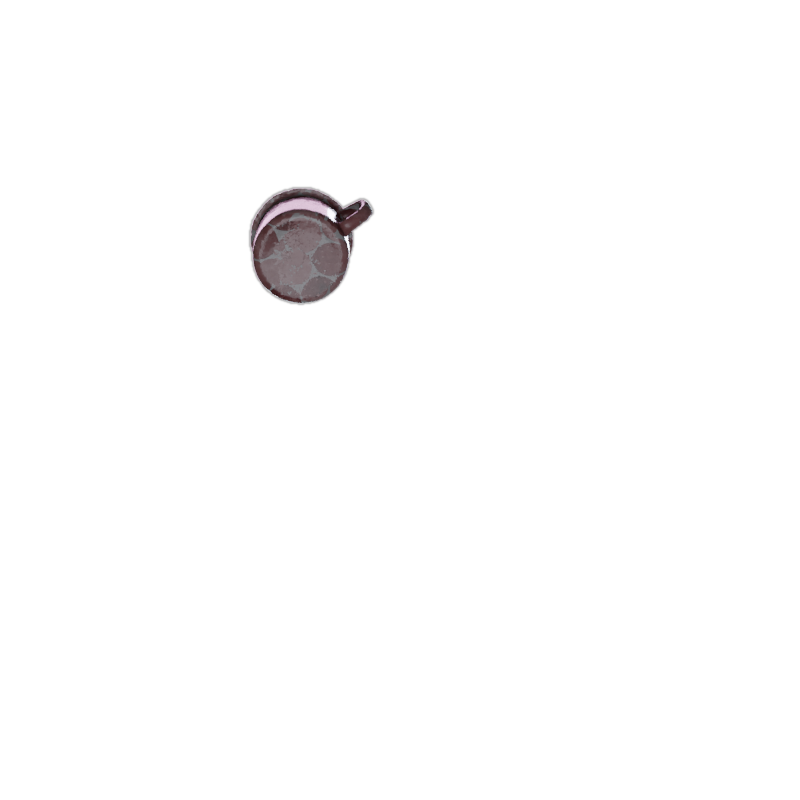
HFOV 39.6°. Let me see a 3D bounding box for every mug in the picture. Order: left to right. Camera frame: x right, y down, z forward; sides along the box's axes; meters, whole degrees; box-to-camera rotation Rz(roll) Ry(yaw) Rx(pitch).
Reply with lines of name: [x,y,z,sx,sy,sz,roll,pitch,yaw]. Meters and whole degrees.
mug: [-0.075,-0.137,0.957,0.117,0.090,0.084,-28,15,6]
